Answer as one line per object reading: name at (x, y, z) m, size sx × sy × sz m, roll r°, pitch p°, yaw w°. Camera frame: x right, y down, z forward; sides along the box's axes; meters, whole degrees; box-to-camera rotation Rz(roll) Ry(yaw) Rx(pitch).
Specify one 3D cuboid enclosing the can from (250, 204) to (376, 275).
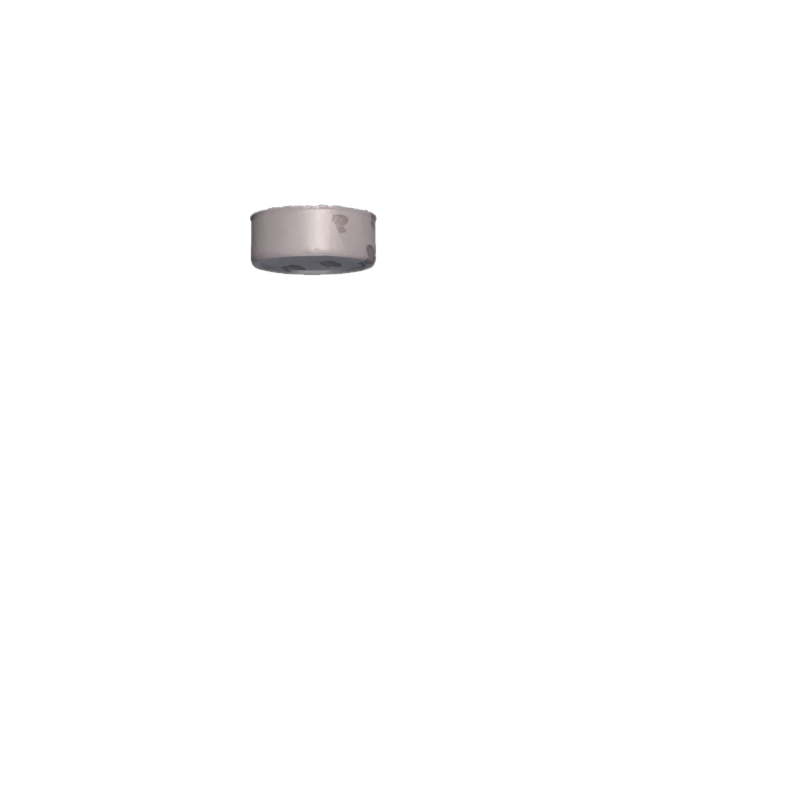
can at (-0.059, -0.107, 0.748) m, size 0.086 × 0.034 × 0.085 m, roll 0°, pitch -3°, yaw -2°
